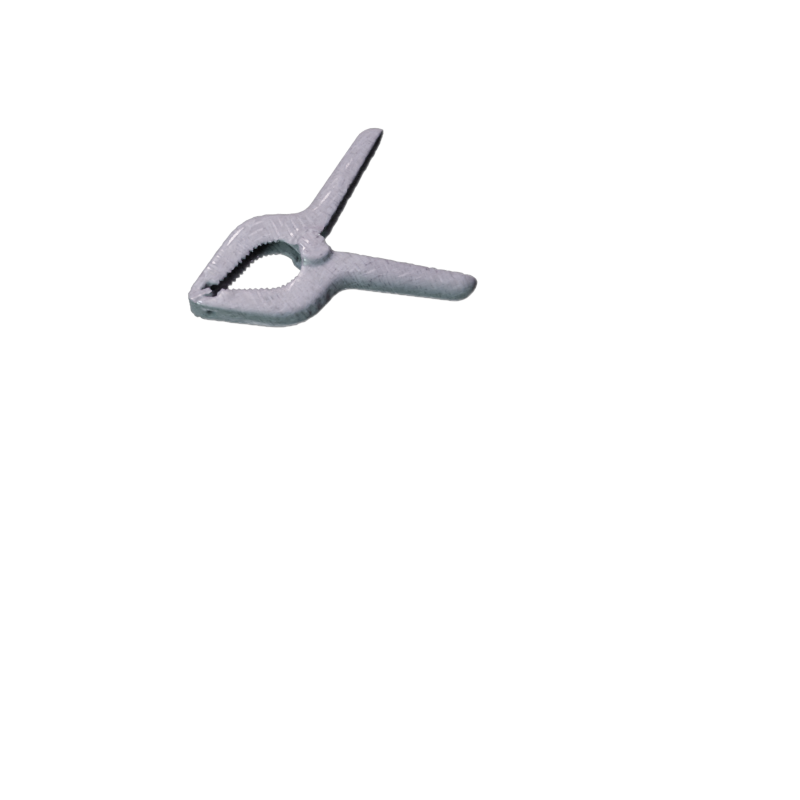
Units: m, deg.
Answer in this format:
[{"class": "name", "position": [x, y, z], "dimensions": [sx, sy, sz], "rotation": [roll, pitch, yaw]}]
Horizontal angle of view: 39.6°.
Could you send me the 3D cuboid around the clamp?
[{"class": "clamp", "position": [-0.067, -0.122, 0.854], "dimensions": [0.209, 0.176, 0.034], "rotation": [-18, -26, -9]}]
